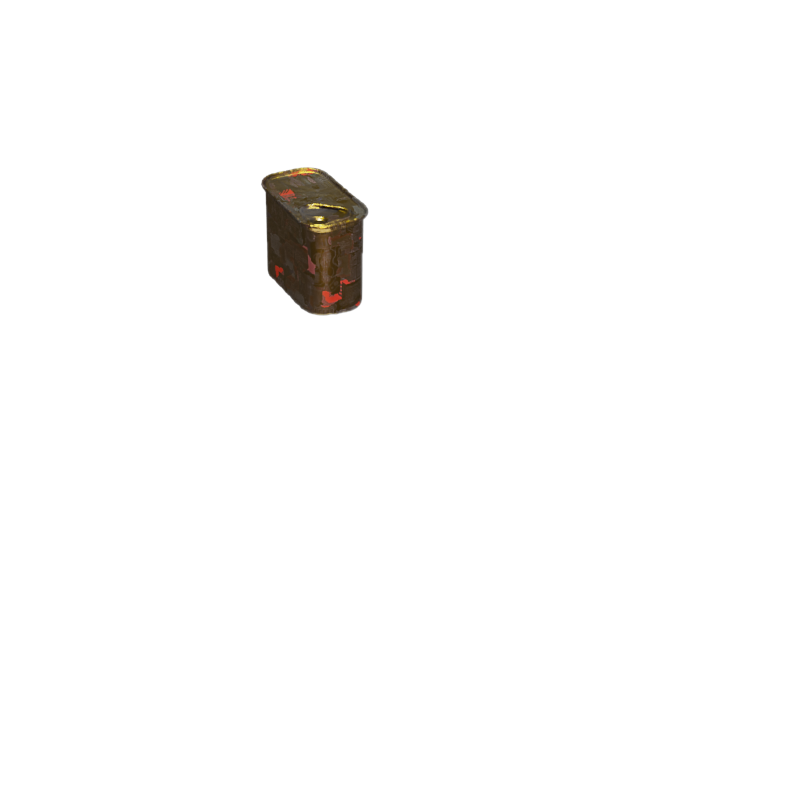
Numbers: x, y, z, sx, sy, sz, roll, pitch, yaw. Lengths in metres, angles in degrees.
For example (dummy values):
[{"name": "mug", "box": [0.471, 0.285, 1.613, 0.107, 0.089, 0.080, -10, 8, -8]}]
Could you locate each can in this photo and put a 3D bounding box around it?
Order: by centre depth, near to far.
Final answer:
[{"name": "can", "box": [-0.069, -0.126, 0.885, 0.057, 0.079, 0.110, -15, 36, -25]}]
